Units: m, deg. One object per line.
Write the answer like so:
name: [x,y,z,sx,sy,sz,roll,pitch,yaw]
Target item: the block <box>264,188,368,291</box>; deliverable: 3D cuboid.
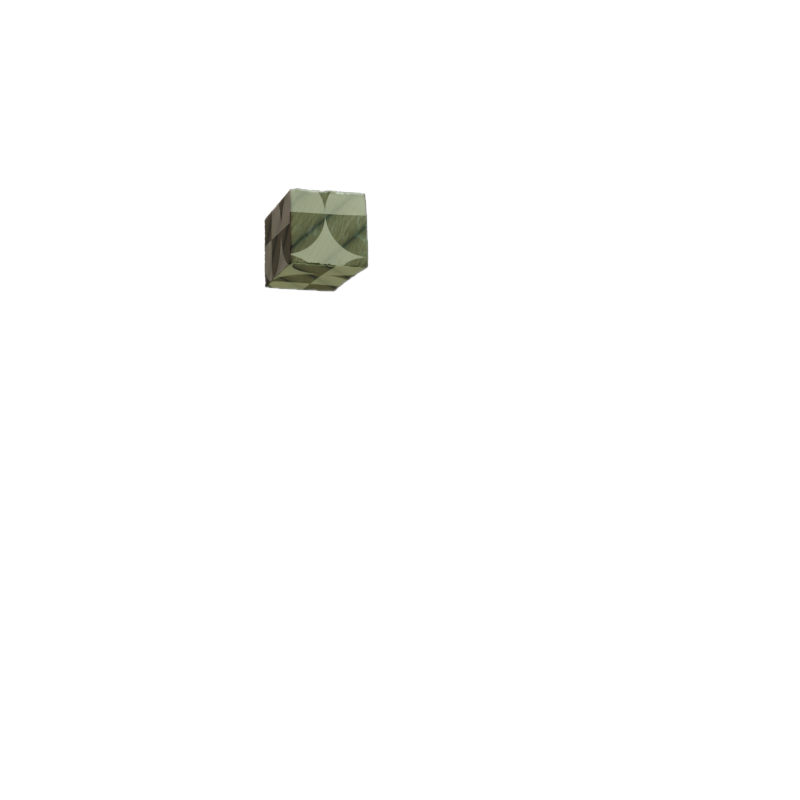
block: [-0.058,-0.106,0.742,0.051,0.053,0.078,3,-9,-19]
